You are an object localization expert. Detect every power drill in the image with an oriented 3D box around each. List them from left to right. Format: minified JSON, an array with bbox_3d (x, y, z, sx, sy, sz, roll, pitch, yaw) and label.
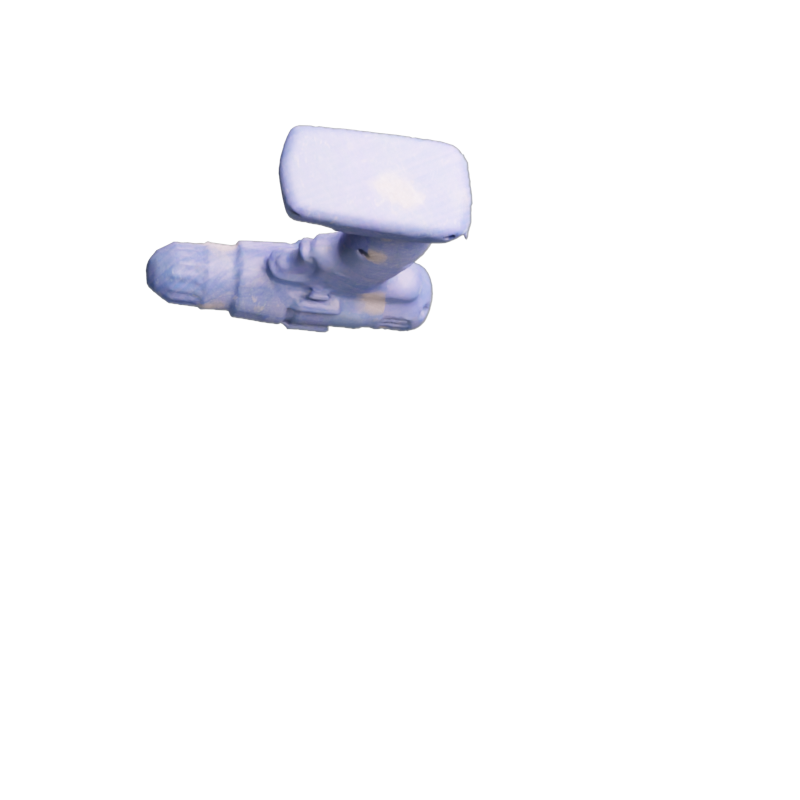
[{"bbox_3d":[-0.051,-0.093,0.651,0.181,0.060,0.183,4,-16,-14],"label":"power drill"}]
